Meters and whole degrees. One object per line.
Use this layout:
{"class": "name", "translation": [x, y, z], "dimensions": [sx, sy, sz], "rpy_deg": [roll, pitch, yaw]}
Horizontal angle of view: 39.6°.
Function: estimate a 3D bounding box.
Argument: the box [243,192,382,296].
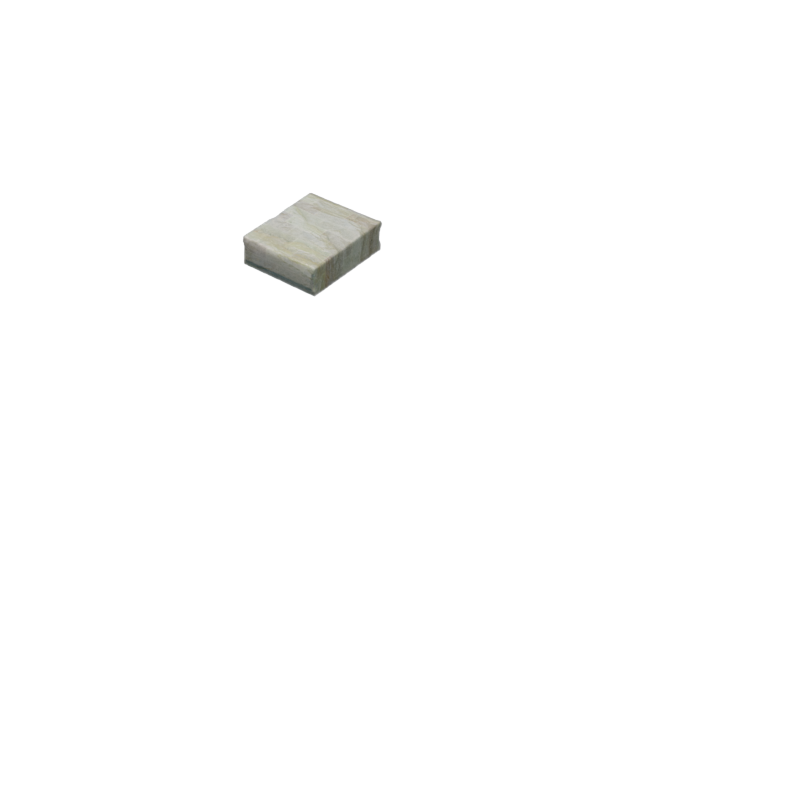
{"class": "box", "translation": [-0.069, -0.126, 0.879], "dimensions": [0.077, 0.028, 0.090], "rpy_deg": [25, 45, 28]}
